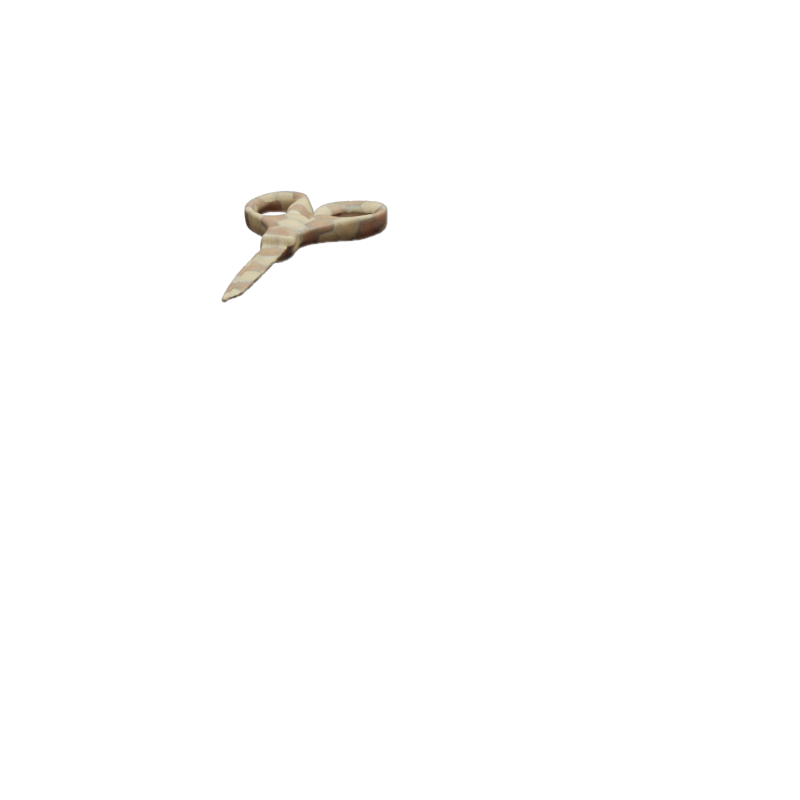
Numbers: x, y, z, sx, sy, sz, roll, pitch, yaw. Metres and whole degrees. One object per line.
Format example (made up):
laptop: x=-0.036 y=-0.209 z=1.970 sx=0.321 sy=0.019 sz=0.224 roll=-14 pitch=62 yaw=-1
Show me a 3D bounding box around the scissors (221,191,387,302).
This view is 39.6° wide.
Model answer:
scissors: x=-0.048 y=-0.088 z=0.616 sx=0.096 sy=0.015 sz=0.212 roll=-2 pitch=23 yaw=-6
